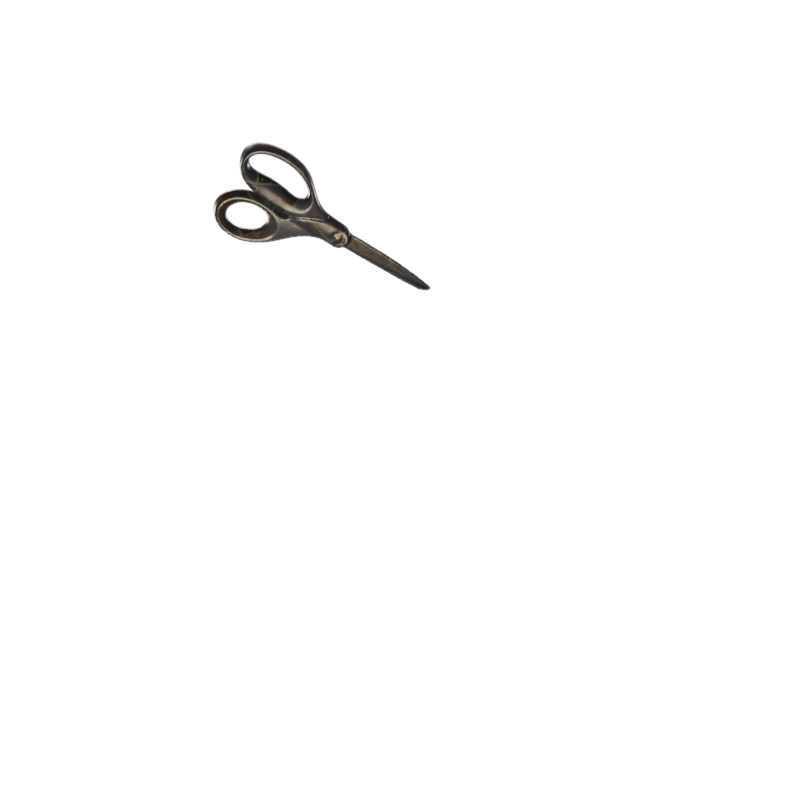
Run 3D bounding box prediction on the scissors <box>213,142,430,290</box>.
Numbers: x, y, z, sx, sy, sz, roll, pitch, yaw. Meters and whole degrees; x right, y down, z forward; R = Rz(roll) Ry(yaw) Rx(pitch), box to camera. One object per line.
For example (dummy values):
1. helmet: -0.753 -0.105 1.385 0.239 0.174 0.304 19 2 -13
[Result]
1. scissors: -0.072 -0.131 0.917 0.096 0.189 0.017 -33 30 22
